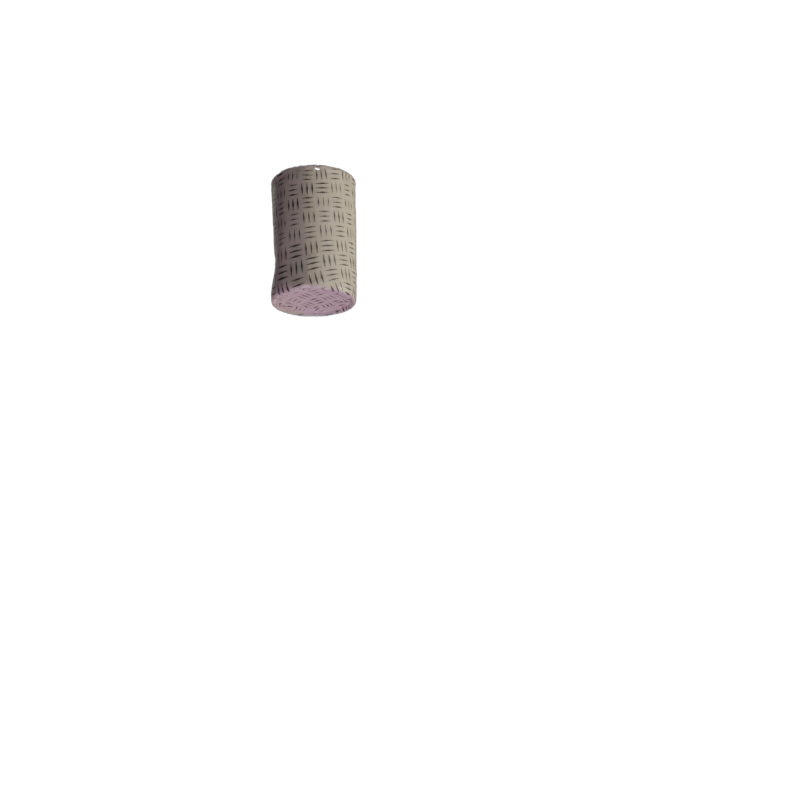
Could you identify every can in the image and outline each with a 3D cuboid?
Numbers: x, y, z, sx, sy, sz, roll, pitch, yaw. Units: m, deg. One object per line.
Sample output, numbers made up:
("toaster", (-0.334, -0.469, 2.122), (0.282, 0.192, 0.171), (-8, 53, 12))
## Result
("can", (-0.068, -0.124, 0.865), (0.068, 0.107, 0.065), (0, -21, -2))
